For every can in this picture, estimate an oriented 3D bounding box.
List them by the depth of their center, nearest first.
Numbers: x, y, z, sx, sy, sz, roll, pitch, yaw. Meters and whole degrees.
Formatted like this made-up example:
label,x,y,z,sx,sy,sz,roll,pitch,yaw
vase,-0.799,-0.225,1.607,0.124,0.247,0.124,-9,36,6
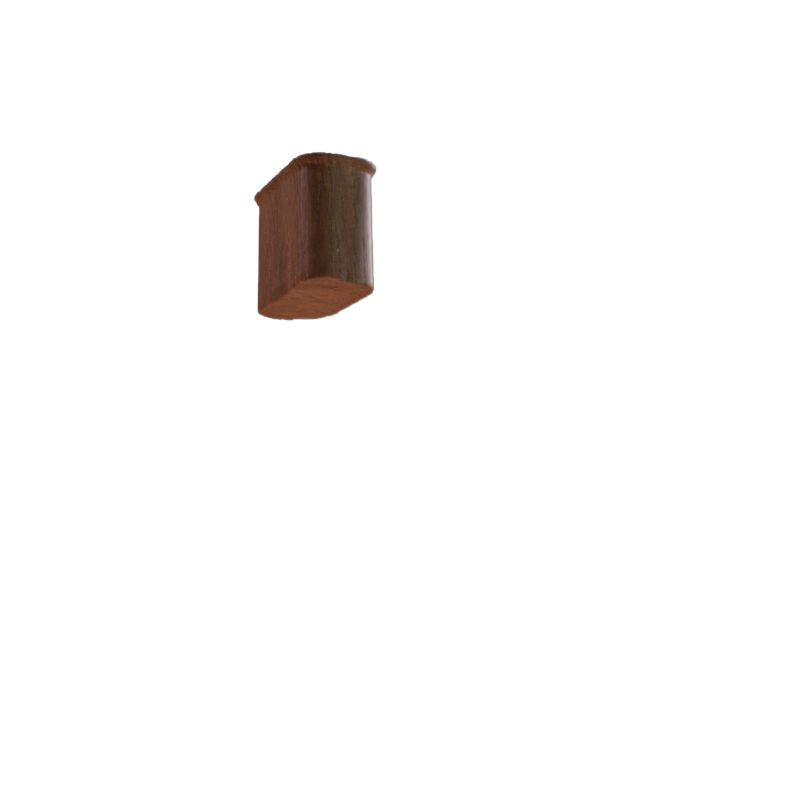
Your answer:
label,x,y,z,sx,sy,sz,roll,pitch,yaw
can,-0.057,-0.103,0.723,0.055,0.087,0.102,7,-16,-26
